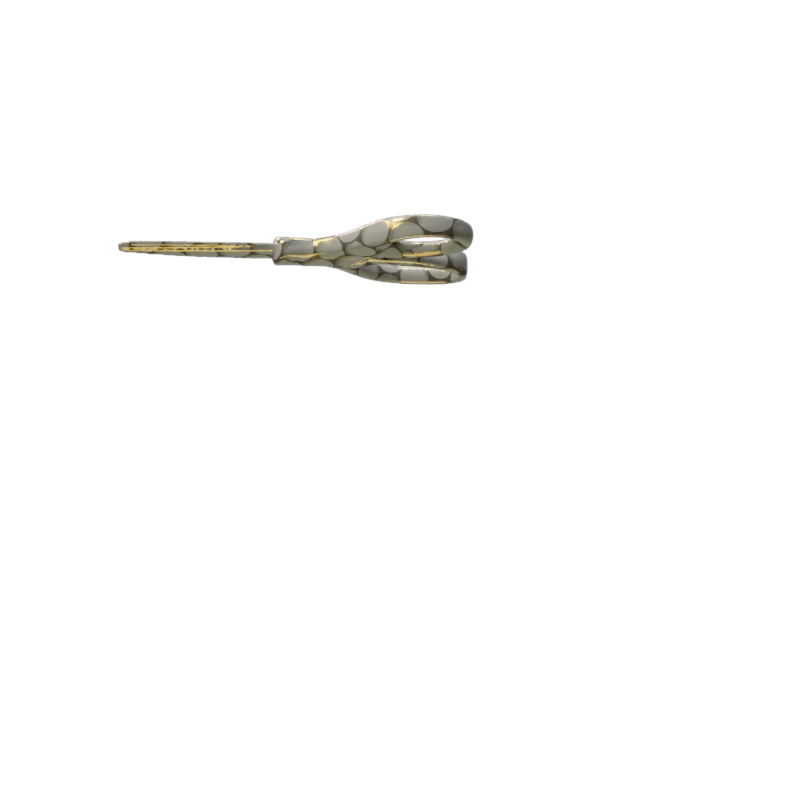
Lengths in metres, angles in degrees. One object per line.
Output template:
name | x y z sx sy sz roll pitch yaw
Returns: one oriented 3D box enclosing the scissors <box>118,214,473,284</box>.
scissors | -0.048 -0.088 0.616 0.196 0.016 0.095 5 -14 -19
